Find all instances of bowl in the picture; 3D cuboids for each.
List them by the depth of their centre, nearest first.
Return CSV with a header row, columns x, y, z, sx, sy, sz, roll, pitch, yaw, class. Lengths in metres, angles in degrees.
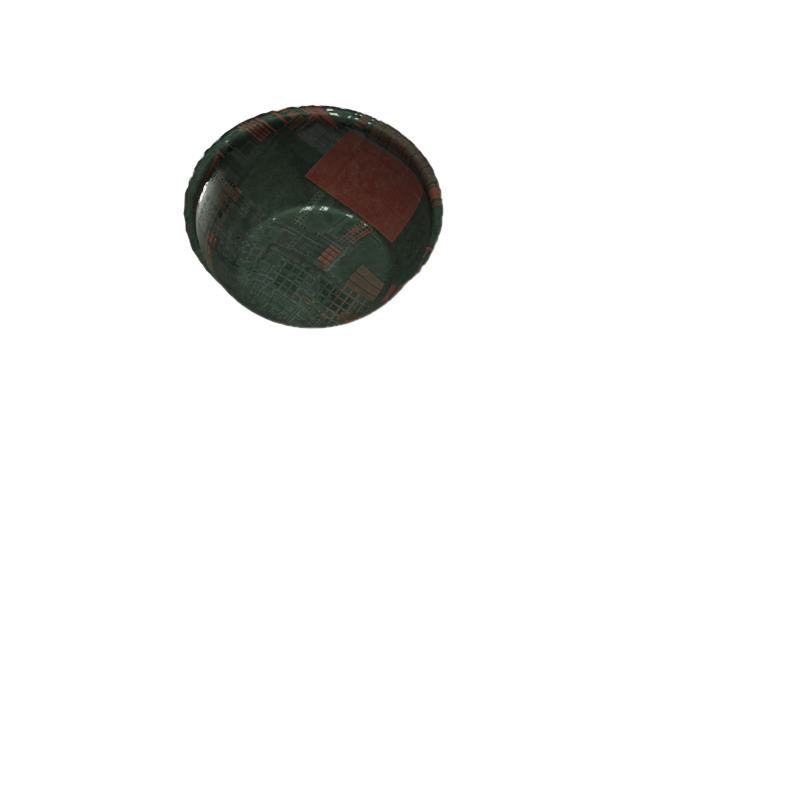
x,y,z,sx,sy,sz,roll,pitch,yaw,class
-0.052,-0.096,0.670,0.162,0.151,0.059,1,40,-1,bowl
